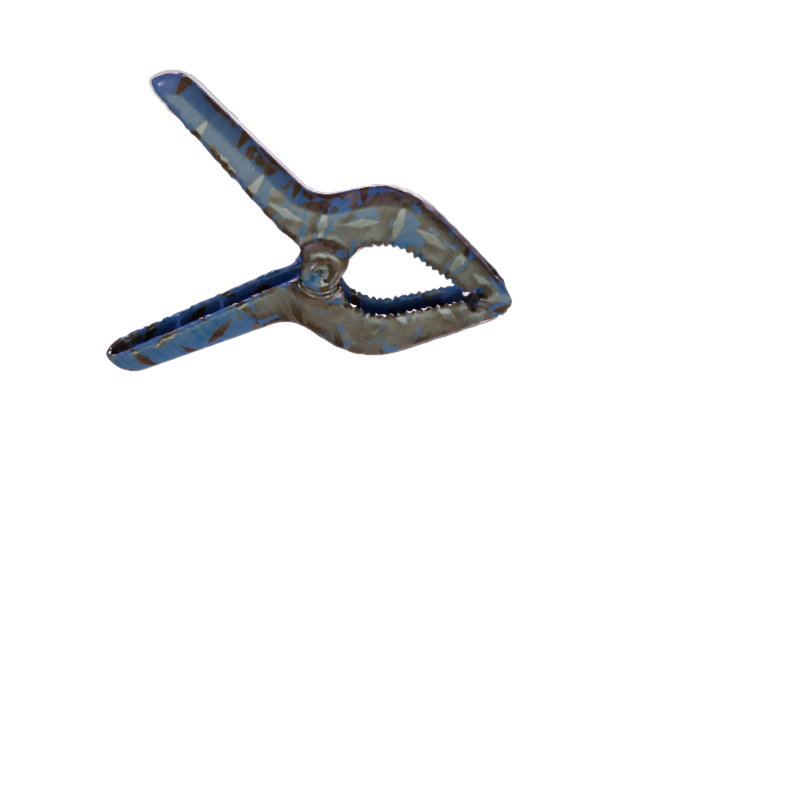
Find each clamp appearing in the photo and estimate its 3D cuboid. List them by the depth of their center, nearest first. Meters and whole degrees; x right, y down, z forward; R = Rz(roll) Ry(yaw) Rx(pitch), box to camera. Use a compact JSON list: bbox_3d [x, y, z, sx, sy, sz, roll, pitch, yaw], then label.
[{"bbox_3d":[-0.045,-0.082,0.573,0.209,0.157,0.038,5,25,-3],"label":"clamp"}]
